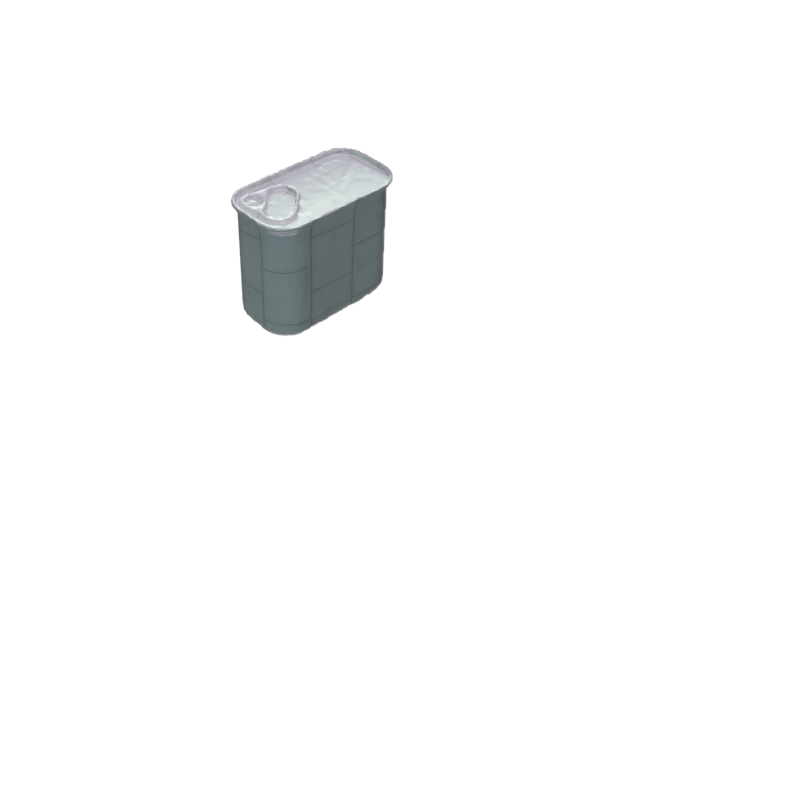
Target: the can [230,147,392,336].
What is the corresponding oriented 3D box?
[{"bbox_3d":[-0.055,-0.100,0.701,0.102,0.078,0.061,-30,49,-33],"label":"can"}]
